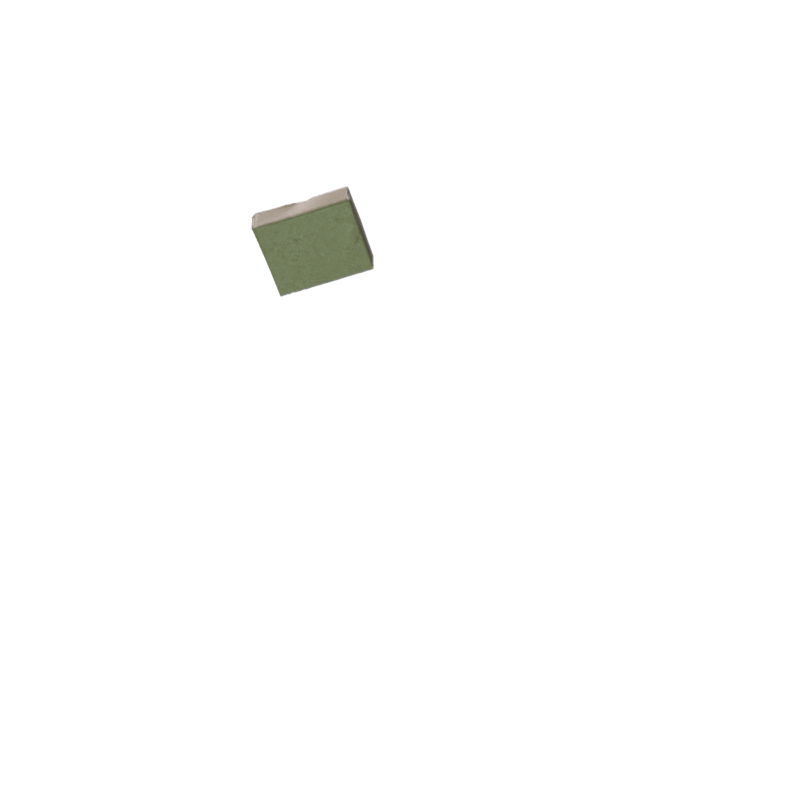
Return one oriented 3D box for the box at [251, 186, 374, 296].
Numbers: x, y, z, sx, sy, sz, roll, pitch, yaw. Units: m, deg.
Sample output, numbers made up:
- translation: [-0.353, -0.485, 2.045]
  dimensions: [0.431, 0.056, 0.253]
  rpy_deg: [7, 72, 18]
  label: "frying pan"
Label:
- translation: [-0.075, -0.137, 0.959]
  dimensions: [0.090, 0.068, 0.032]
  rpy_deg: [-15, 32, 9]
  label: "box"
